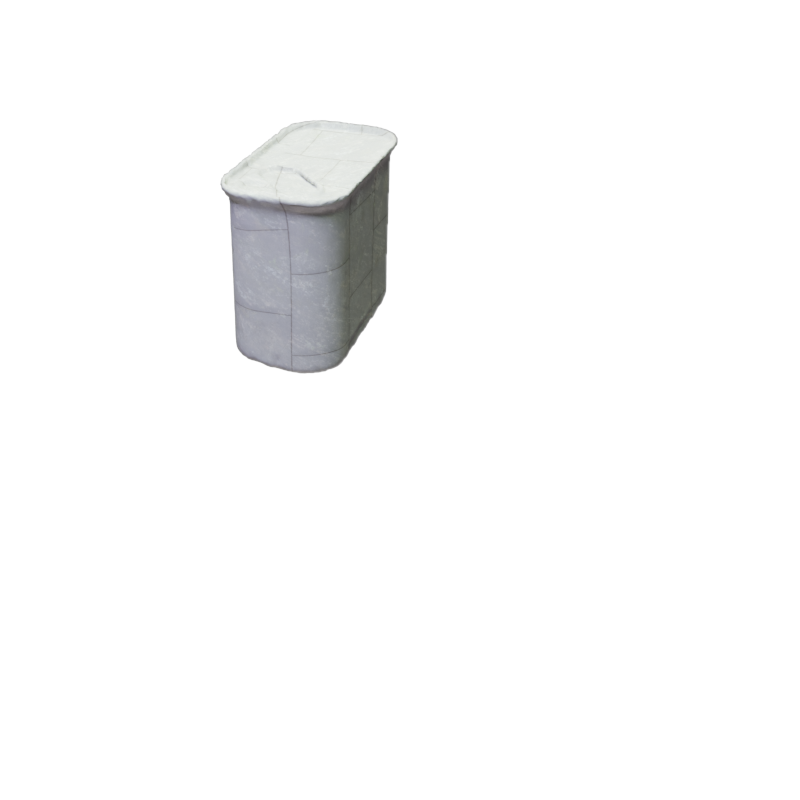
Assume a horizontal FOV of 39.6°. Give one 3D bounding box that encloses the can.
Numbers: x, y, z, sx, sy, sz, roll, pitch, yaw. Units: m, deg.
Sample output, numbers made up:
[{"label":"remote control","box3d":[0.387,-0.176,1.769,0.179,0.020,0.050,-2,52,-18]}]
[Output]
[{"label":"can","box3d":[-0.040,-0.073,0.510,0.059,0.079,0.105,9,30,15]}]
